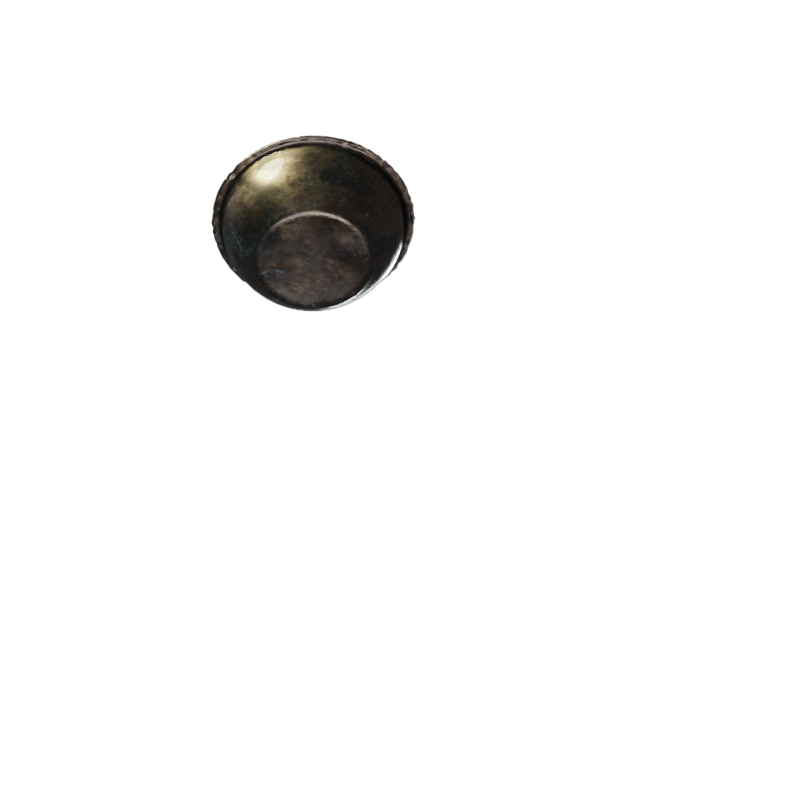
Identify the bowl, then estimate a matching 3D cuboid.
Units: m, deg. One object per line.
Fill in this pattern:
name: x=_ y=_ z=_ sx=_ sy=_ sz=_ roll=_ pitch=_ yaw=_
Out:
bowl: x=-0.068 y=-0.123 z=0.865 sx=0.162 sy=0.151 sz=0.059 roll=1 pitch=37 yaw=-1
